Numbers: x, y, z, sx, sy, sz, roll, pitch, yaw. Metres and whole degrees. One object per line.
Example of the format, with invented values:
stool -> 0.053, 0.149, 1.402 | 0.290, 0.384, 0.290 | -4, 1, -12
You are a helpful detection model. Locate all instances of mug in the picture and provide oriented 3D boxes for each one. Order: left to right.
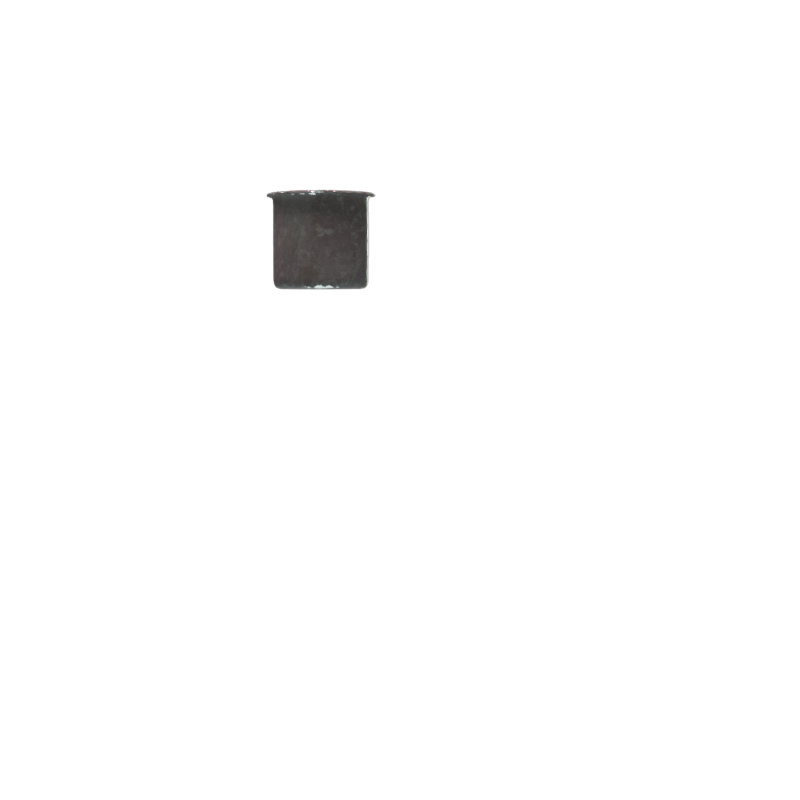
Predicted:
mug -> -0.075, -0.136, 0.954 | 0.090, 0.081, 0.122 | -2, 4, -35
